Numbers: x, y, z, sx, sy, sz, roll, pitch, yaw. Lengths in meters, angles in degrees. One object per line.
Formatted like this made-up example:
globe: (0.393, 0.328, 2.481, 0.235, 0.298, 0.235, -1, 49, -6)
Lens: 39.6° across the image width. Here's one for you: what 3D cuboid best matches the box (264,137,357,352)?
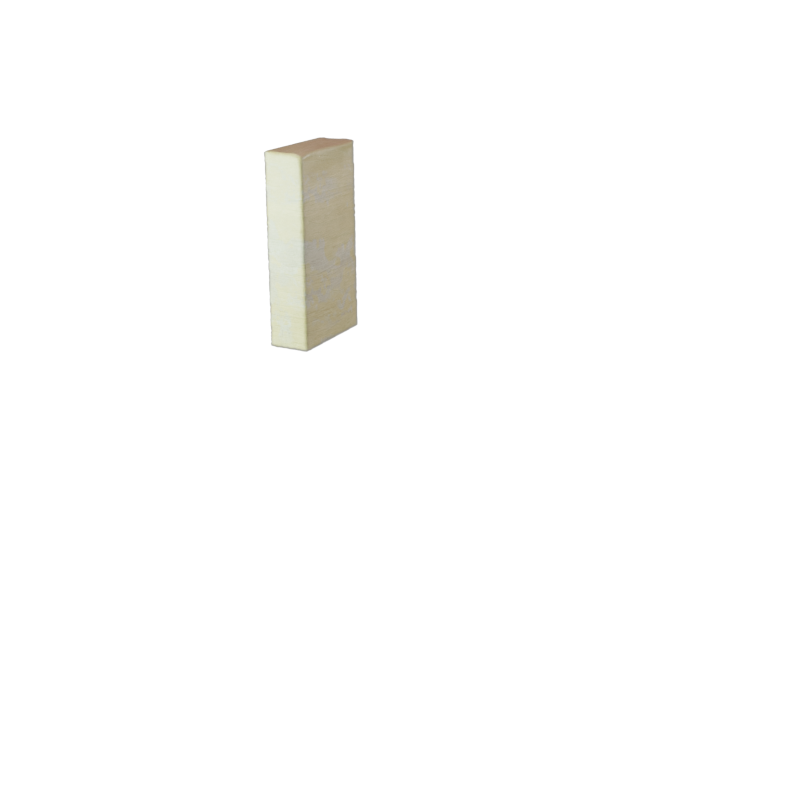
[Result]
box: (-0.078, -0.142, 0.993, 0.050, 0.170, 0.093, 10, 19, 27)
